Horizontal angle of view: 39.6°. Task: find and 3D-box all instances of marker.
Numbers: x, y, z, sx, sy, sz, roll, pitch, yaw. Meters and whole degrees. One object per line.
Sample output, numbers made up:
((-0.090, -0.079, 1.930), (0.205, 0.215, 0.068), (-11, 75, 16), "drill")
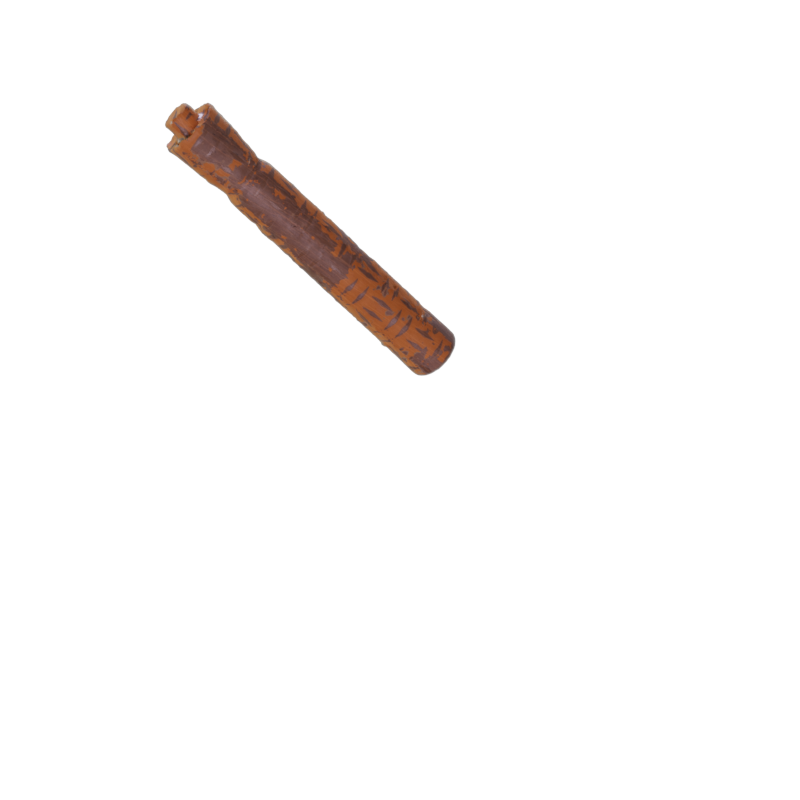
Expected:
((-0.027, -0.050, 0.350), (0.114, 0.020, 0.020), (41, -18, -24), "marker")
